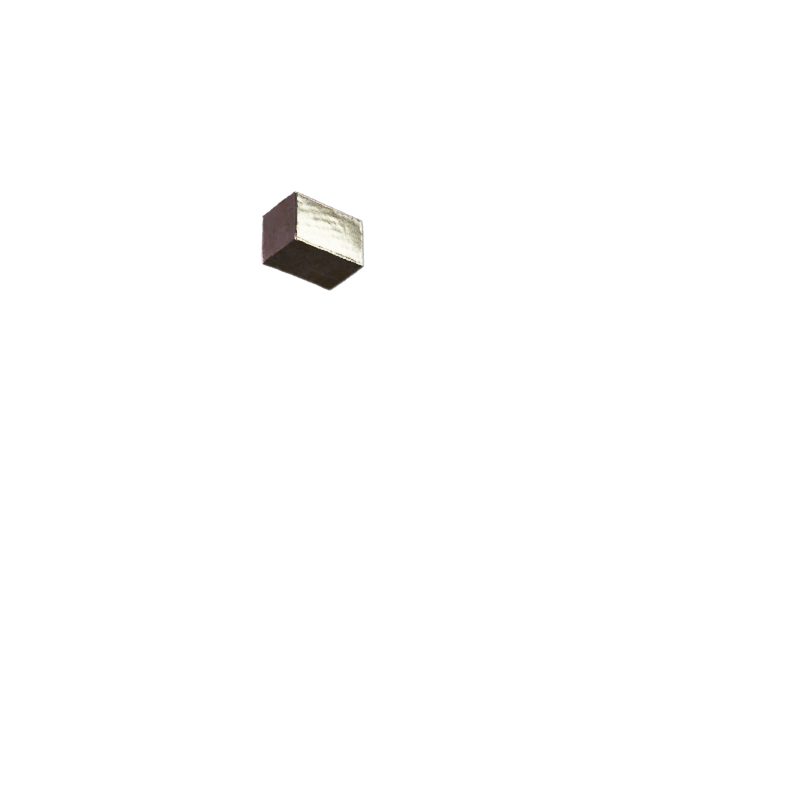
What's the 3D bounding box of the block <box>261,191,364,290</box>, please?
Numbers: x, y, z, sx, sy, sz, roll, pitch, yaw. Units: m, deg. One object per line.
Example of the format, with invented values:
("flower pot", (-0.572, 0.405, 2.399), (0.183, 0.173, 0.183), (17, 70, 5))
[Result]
("block", (-0.077, -0.141, 0.984), (0.074, 0.055, 0.052), (21, -37, -34))
